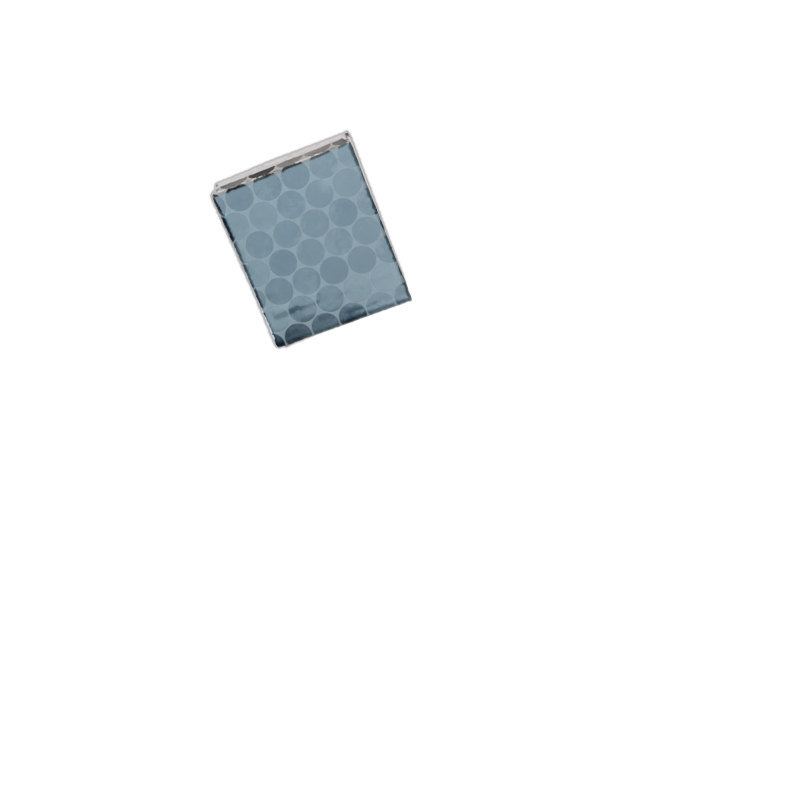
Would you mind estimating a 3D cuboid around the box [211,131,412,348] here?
[{"bbox_3d":[-0.043,-0.079,0.555,0.073,0.086,0.031,-21,15,5],"label":"box"}]
